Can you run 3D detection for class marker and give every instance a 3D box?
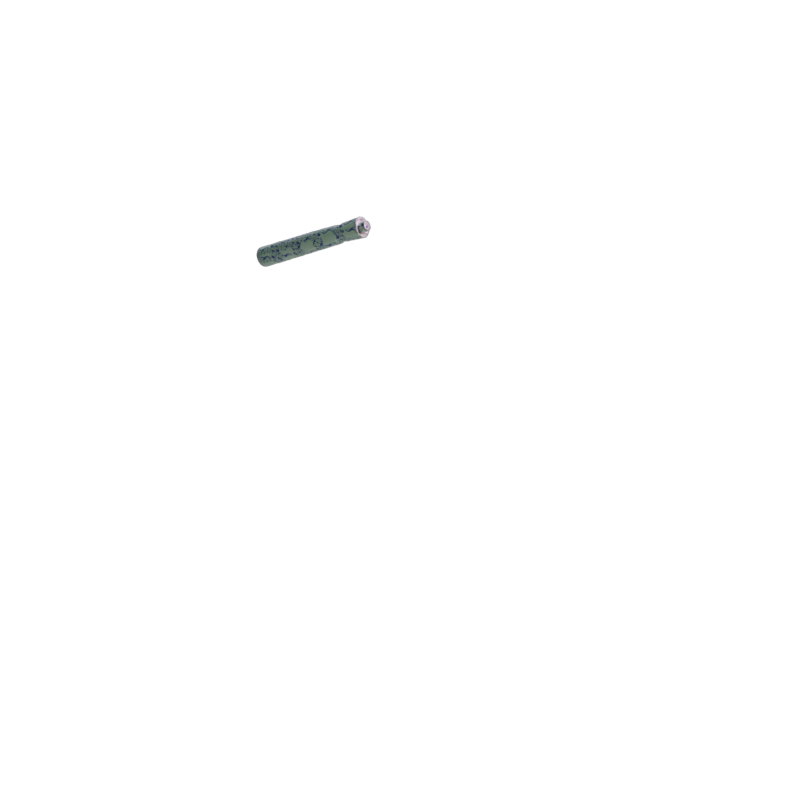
[{"bbox_3d":[-0.075,-0.138,0.963,0.123,0.020,0.019,-10,-3,38],"label":"marker"}]
